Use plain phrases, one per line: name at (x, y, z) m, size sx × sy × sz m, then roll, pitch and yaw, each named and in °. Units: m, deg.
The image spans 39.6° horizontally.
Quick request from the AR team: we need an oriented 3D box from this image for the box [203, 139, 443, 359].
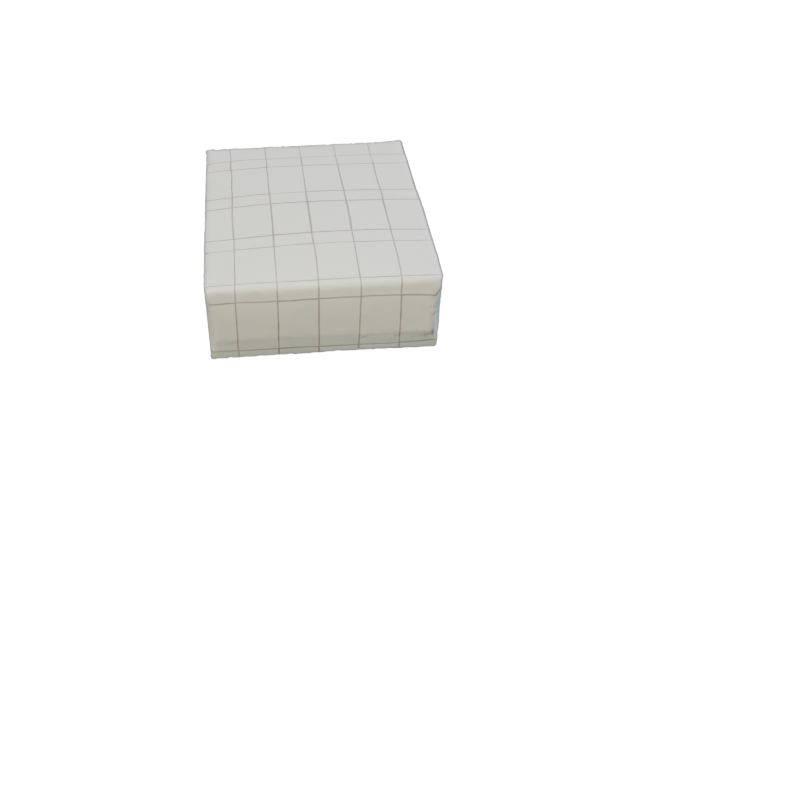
box at (-0.036, -0.066, 0.462) m, size 0.089 × 0.036 × 0.122 m, roll -4°, pitch 37°, yaw -6°
